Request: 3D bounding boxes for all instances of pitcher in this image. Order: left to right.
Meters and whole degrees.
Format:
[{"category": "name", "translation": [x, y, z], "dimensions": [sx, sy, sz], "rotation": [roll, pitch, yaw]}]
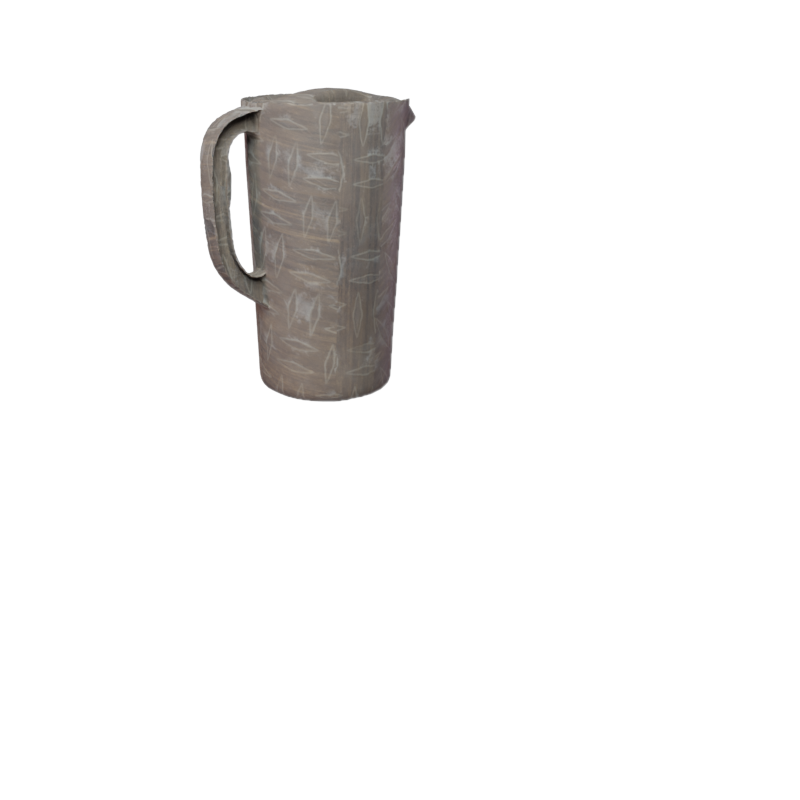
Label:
[{"category": "pitcher", "translation": [-0.070, -0.127, 0.888], "dimensions": [0.151, 0.236, 0.147], "rotation": [3, 13, 10]}]
